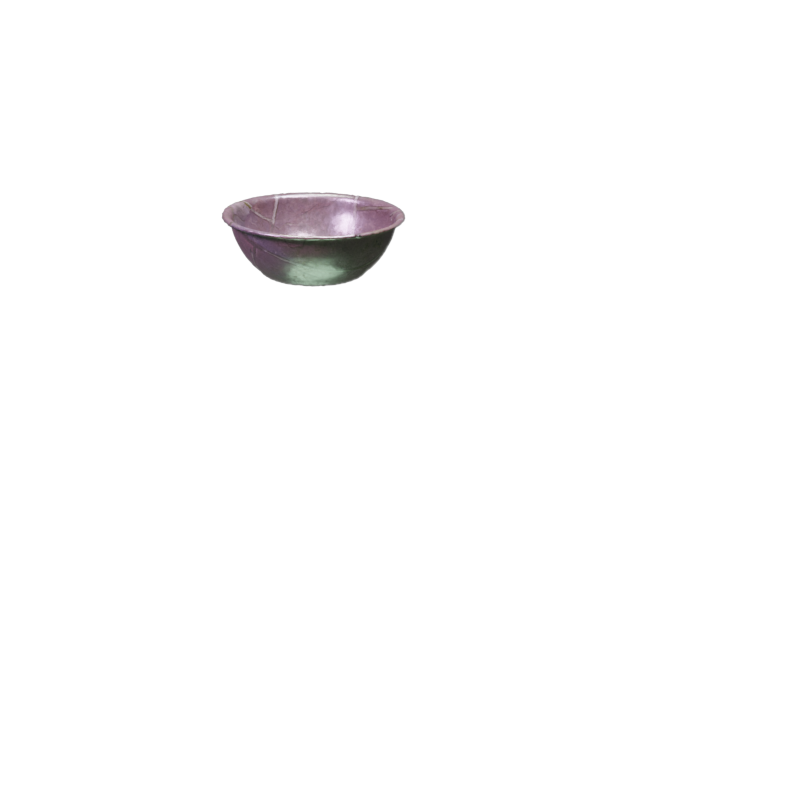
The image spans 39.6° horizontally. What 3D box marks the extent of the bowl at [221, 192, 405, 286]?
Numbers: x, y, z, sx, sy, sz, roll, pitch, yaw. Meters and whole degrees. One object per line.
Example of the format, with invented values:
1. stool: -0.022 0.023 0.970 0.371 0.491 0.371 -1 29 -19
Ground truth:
1. bowl: -0.077 -0.140 0.981 0.162 0.053 0.170 -1 22 -2
